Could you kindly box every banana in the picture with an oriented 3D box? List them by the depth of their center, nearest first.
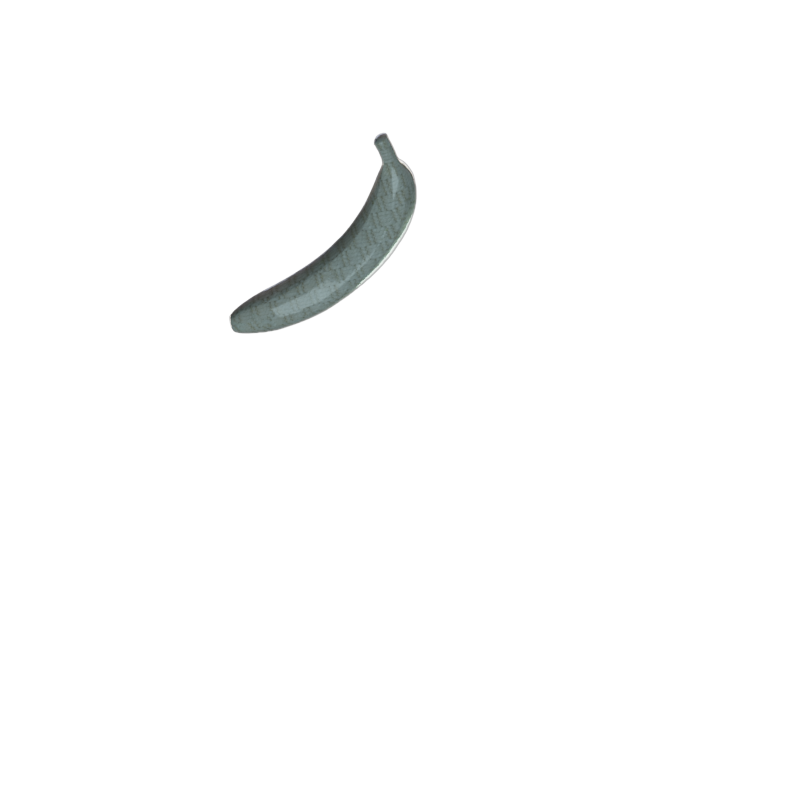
[{"bbox_3d":[-0.047,-0.110,0.819,0.067,0.194,0.039,33,25,-19],"label":"banana"}]
